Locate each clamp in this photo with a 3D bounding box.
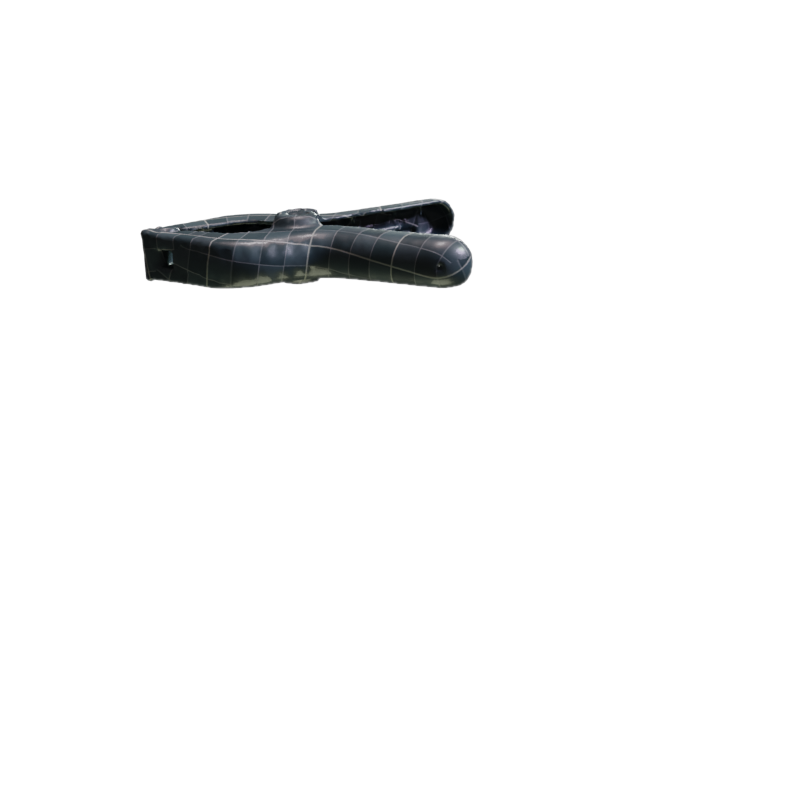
[{"bbox_3d":[-0.046,-0.083,0.582,0.174,0.038,0.121,3,14,10],"label":"clamp"}]
